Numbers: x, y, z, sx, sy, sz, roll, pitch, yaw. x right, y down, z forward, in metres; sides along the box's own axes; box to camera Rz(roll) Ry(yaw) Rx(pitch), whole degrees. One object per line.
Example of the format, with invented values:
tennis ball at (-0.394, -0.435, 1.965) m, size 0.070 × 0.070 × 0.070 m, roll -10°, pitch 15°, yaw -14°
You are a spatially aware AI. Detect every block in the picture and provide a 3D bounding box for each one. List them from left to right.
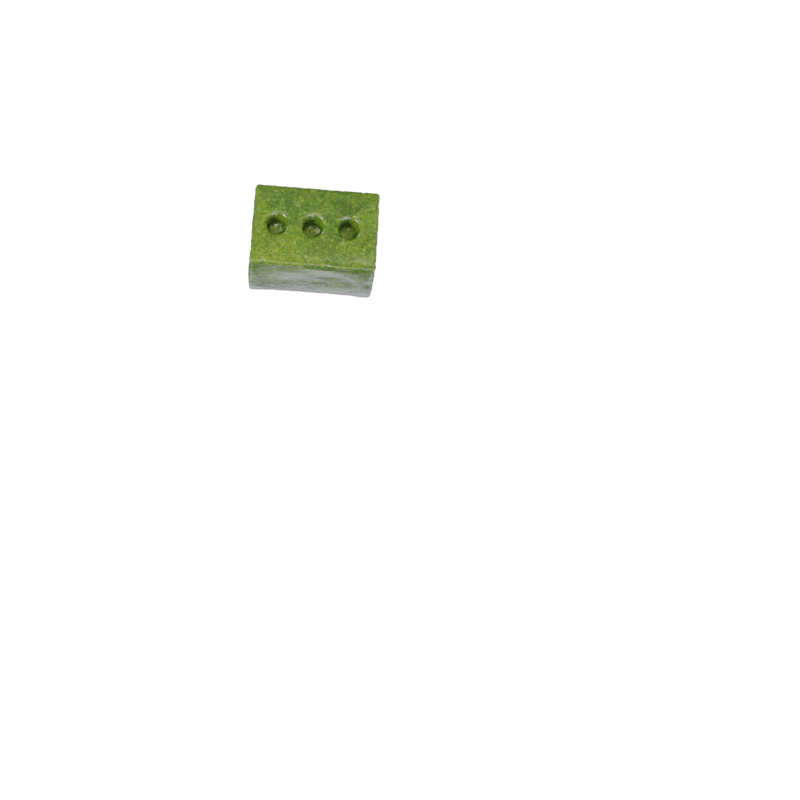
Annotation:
block at (-0.054, -0.098, 0.688) m, size 0.078 × 0.055 × 0.049 m, roll 4°, pitch -18°, yaw 0°
